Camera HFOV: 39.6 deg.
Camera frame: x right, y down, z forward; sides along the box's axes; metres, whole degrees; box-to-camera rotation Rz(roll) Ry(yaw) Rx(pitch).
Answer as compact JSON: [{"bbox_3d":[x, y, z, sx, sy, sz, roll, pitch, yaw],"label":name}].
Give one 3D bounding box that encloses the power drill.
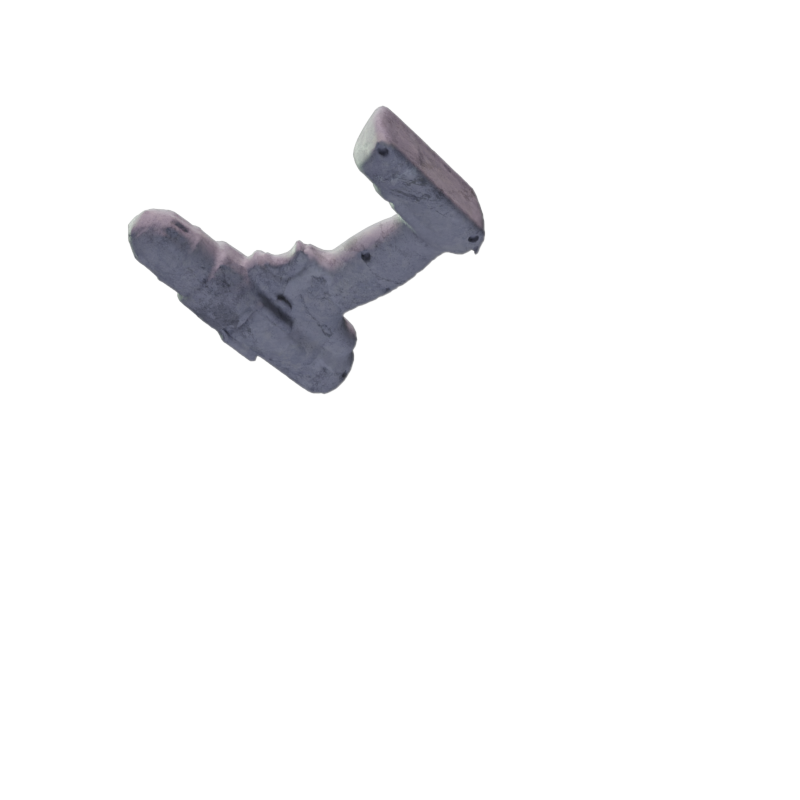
[{"bbox_3d":[-0.056,-0.102,0.712,0.186,0.061,0.174,-36,-58,26],"label":"power drill"}]
